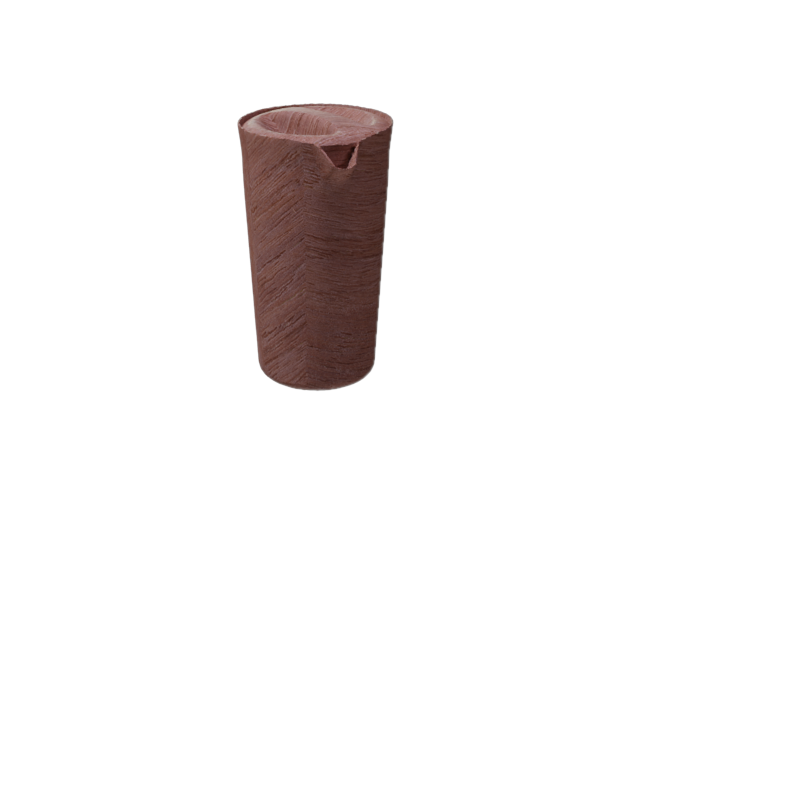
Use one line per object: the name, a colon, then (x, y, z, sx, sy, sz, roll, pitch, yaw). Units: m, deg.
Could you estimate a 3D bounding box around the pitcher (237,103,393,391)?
pitcher: (-0.078, -0.142, 0.995, 0.151, 0.231, 0.151, 11, 25, 22)
